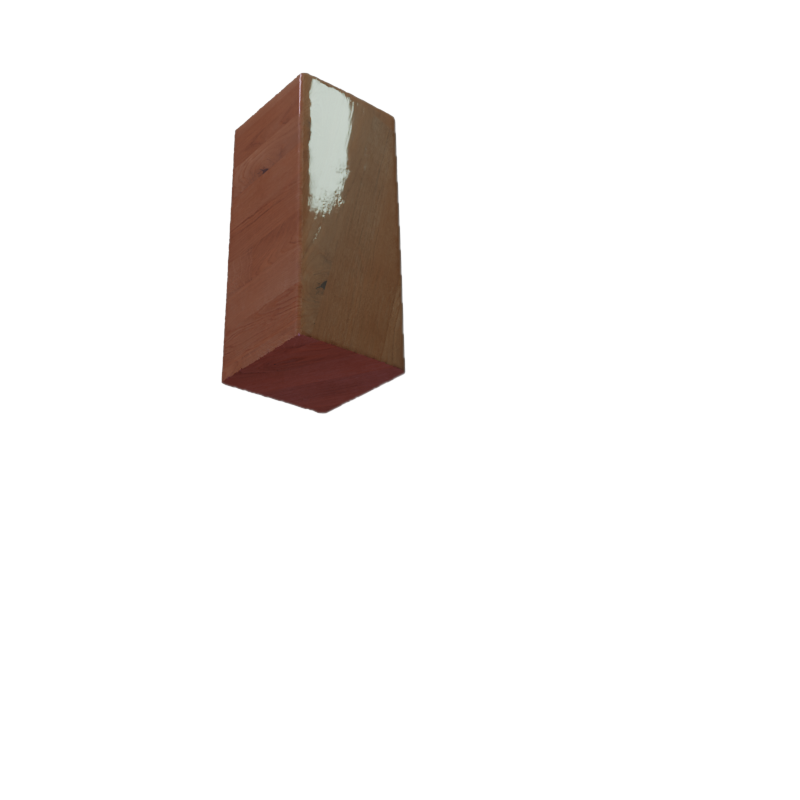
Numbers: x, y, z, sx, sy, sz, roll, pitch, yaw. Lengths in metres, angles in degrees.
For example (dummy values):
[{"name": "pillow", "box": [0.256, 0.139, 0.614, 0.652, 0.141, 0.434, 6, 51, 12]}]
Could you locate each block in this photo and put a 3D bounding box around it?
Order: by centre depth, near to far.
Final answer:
[{"name": "block", "box": [-0.060, -0.110, 0.771, 0.085, 0.219, 0.090, 21, -36, -35]}]
